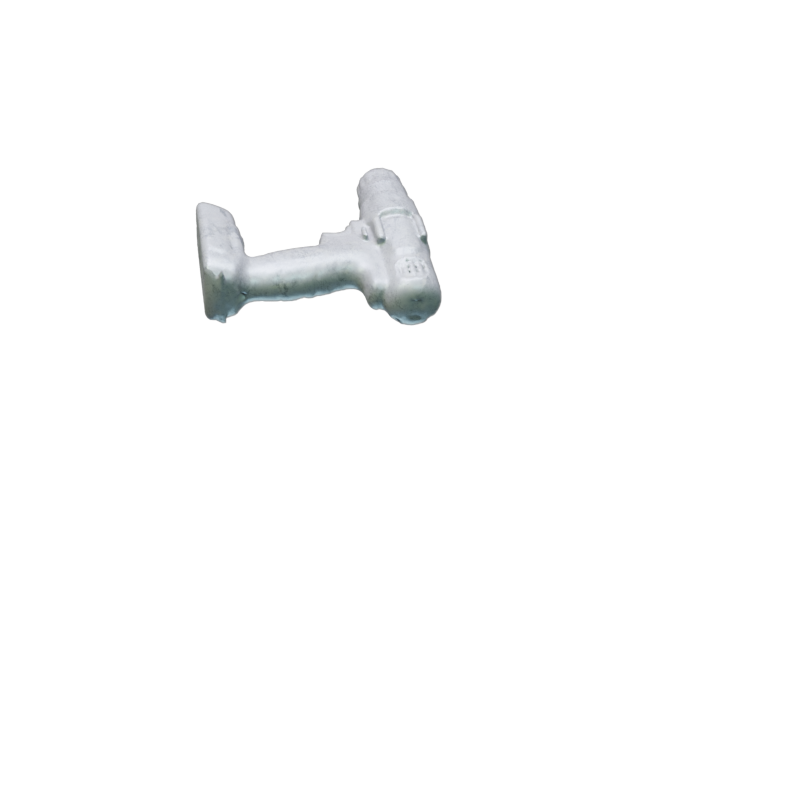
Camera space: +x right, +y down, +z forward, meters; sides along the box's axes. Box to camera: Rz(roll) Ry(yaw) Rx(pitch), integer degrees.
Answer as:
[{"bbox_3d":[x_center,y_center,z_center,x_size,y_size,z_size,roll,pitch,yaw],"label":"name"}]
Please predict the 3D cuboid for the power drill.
[{"bbox_3d":[-0.071,-0.129,0.902,0.186,0.054,0.199,-6,40,-7],"label":"power drill"}]
